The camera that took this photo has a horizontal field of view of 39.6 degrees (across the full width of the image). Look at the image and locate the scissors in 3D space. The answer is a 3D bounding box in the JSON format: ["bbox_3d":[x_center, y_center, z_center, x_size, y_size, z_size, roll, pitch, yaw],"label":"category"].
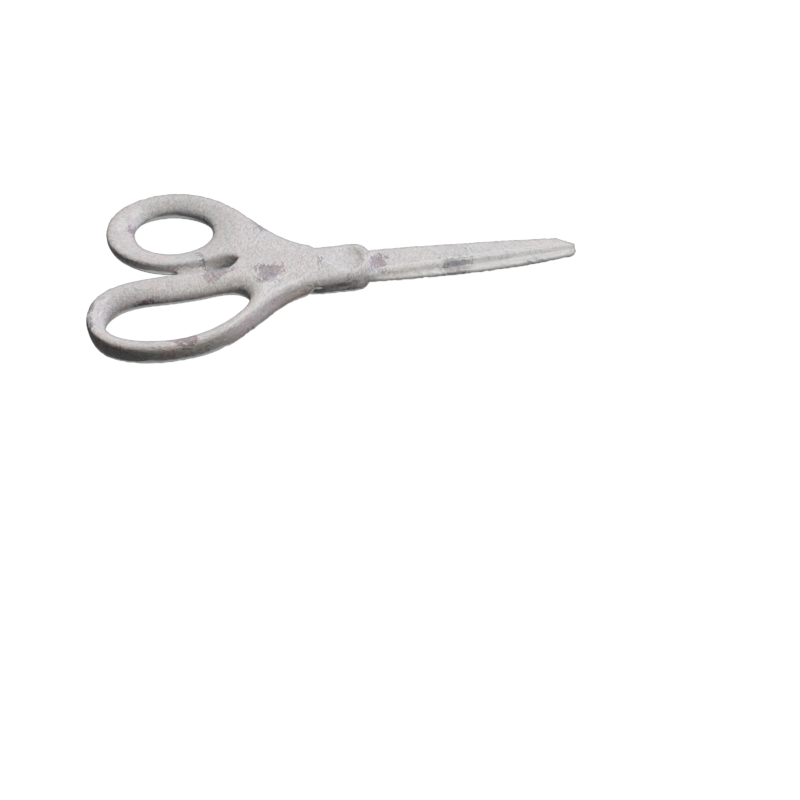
[{"bbox_3d":[-0.037,-0.067,0.471,0.200,0.104,0.015,-18,-39,-15],"label":"scissors"}]
